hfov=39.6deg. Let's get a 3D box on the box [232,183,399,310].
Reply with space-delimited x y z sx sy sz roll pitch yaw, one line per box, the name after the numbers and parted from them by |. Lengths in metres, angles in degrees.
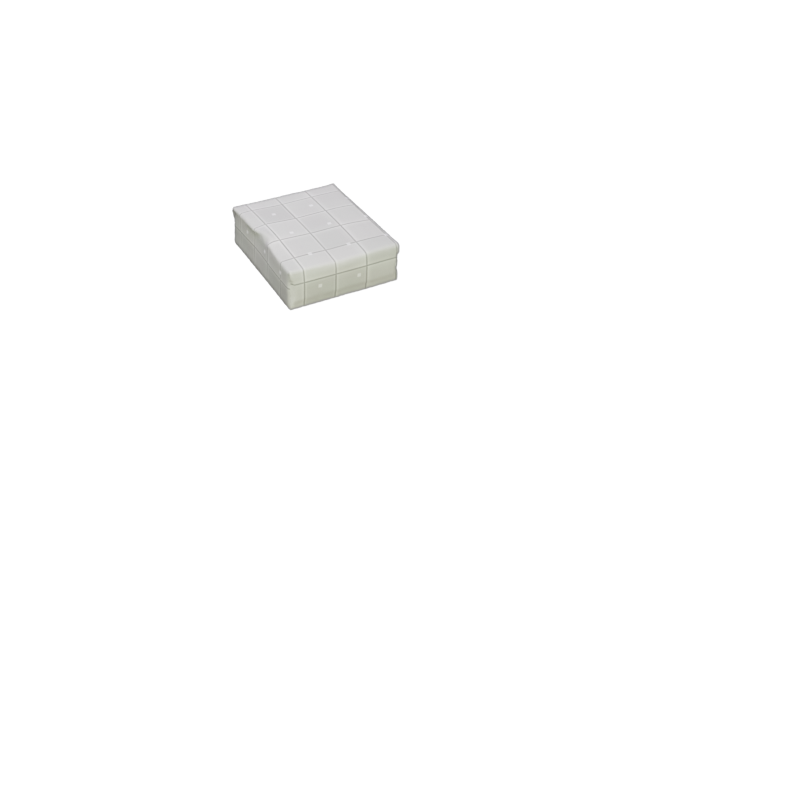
-0.054 -0.098 0.684 0.072 0.028 0.096 -17 40 -22 | box
